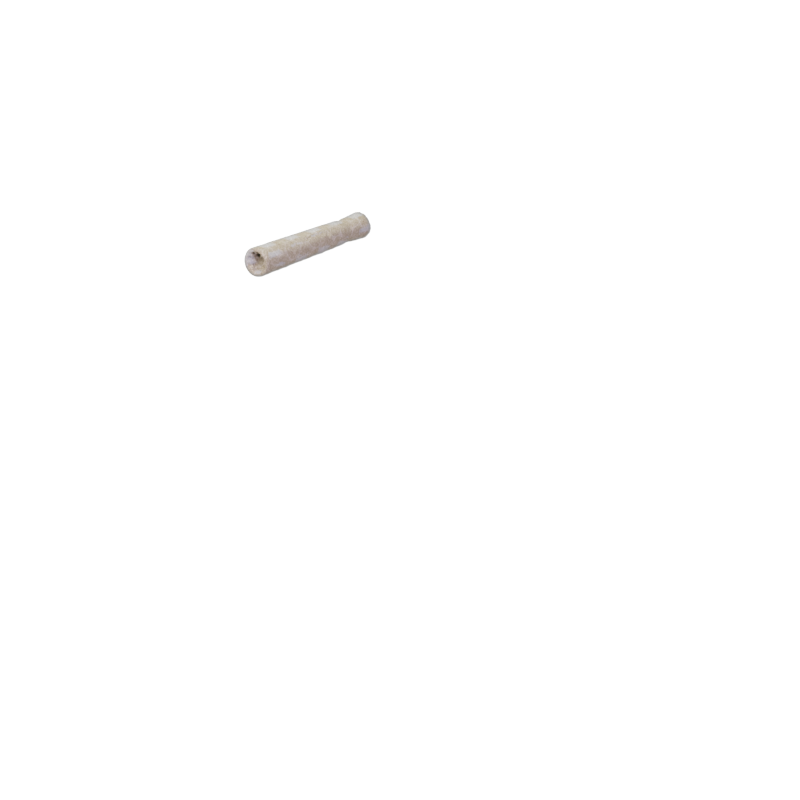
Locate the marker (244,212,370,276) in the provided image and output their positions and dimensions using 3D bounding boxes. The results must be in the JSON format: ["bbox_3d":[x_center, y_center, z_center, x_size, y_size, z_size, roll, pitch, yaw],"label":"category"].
[{"bbox_3d":[-0.058,-0.105,0.735,0.020,0.019,0.120,3,20,34],"label":"marker"}]
